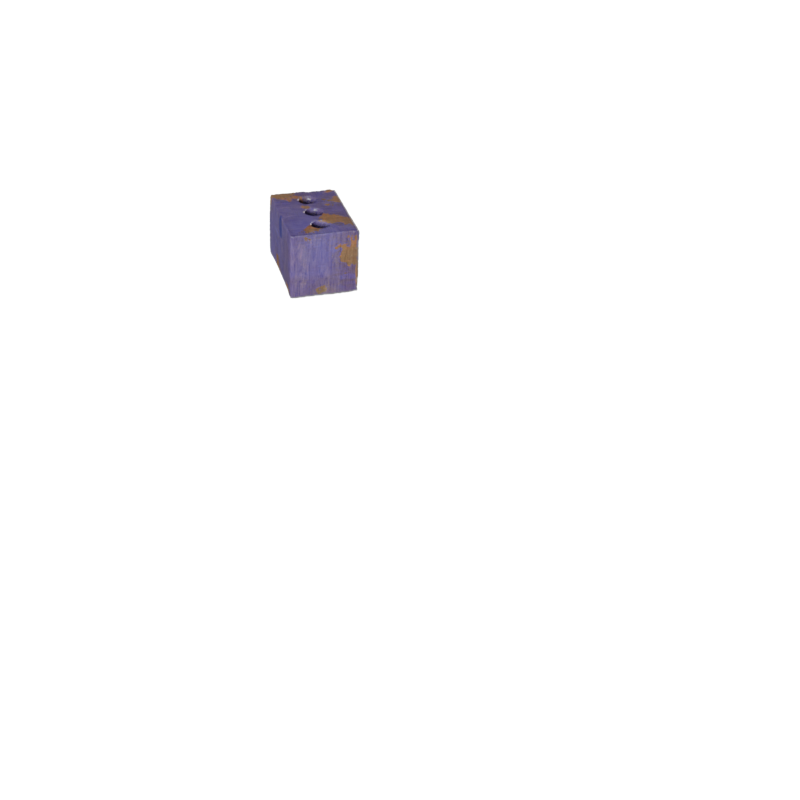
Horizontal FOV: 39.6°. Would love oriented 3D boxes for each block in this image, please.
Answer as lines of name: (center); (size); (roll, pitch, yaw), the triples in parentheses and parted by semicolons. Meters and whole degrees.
block: (-0.065, -0.118, 0.829); (0.052, 0.048, 0.084); (-7, 32, -14)
